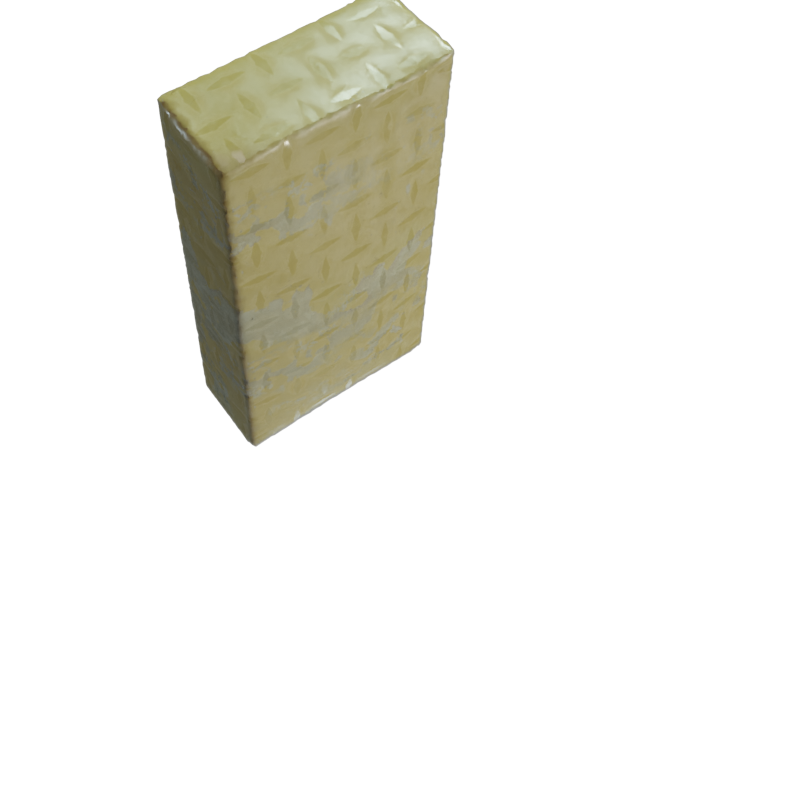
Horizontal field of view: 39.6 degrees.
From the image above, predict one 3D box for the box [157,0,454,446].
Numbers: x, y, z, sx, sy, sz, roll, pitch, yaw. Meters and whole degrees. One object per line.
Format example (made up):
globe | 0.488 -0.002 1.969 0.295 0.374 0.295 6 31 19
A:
box | -0.033 -0.059 0.418 0.093 0.051 0.165 -32 -23 -20
